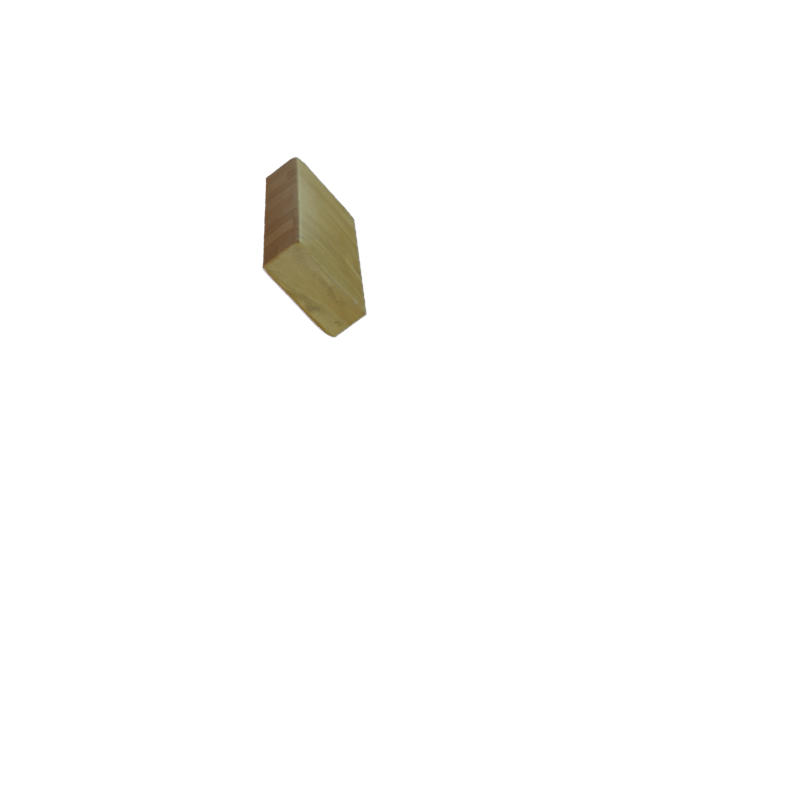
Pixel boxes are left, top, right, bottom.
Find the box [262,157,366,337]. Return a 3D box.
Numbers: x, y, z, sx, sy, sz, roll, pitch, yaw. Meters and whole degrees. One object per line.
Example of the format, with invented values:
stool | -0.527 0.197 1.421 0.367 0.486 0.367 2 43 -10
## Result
box | -0.077 -0.140 0.980 0.048 0.088 0.188 -34 30 19
